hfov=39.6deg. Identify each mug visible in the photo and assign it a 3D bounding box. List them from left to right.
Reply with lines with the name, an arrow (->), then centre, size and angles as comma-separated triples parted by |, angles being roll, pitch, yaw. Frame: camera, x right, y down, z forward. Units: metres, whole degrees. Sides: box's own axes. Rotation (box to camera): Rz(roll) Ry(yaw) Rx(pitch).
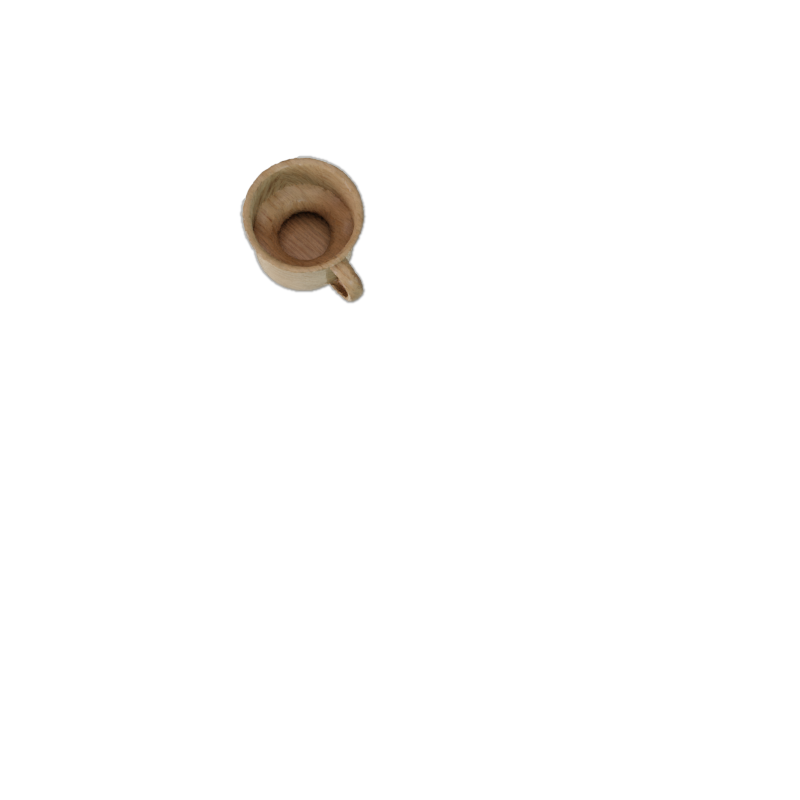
mug -> -0.068, -0.125, 0.875 | 0.094, 0.121, 0.078 | -39, -11, -11
